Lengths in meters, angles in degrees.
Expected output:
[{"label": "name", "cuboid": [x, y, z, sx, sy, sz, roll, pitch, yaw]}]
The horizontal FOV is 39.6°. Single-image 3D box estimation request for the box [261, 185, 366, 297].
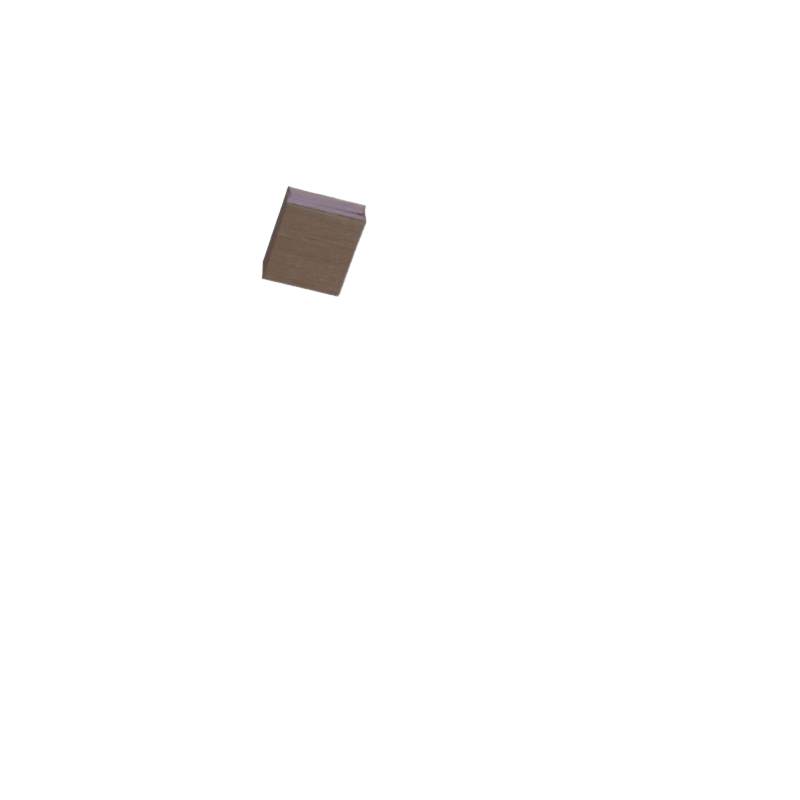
[{"label": "box", "cuboid": [-0.077, -0.141, 0.984, 0.072, 0.085, 0.032, 14, 36, -11]}]
